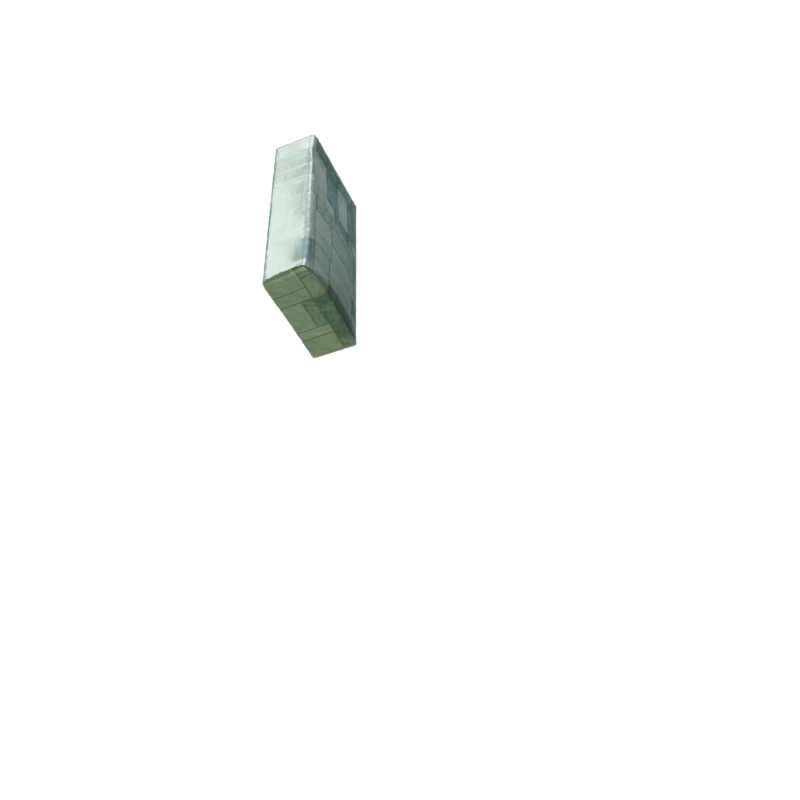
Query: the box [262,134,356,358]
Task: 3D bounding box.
[{"bbox_3d":[-0.072,-0.131,0.921,0.048,0.189,0.086,-20,-49,14],"label":"box"}]
